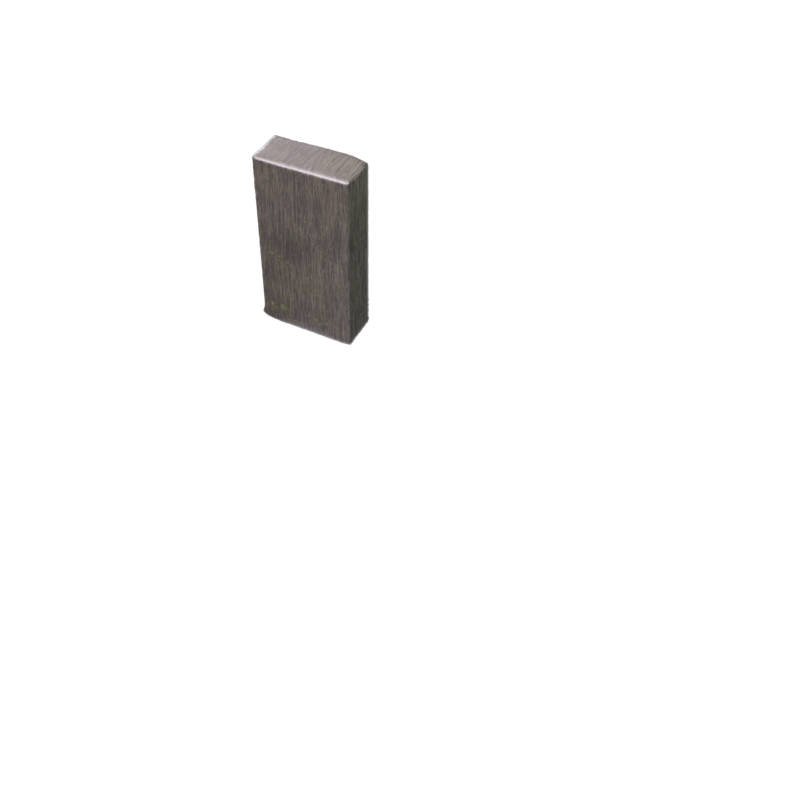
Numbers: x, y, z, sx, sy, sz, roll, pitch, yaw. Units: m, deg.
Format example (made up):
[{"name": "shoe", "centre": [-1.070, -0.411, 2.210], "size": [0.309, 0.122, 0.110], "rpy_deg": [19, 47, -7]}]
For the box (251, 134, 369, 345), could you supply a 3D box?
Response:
[{"name": "box", "centre": [-0.075, -0.137, 0.960], "size": [0.097, 0.165, 0.049], "rpy_deg": [21, 42, 20]}]
